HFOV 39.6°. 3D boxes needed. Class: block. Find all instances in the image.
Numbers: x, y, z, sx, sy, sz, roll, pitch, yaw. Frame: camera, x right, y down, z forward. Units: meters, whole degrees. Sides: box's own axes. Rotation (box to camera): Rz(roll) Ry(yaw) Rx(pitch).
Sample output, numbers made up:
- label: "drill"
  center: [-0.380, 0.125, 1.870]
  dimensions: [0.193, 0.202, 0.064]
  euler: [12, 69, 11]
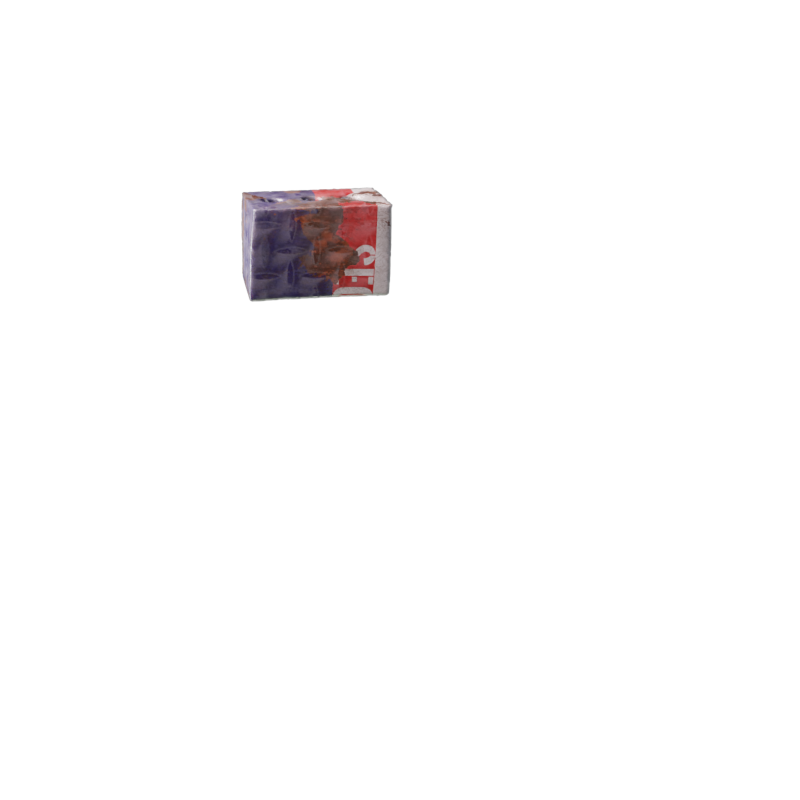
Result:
- label: "block"
  center: [-0.048, -0.088, 0.616]
  dimensions: [0.077, 0.049, 0.056]
  euler: [-4, 19, -11]
